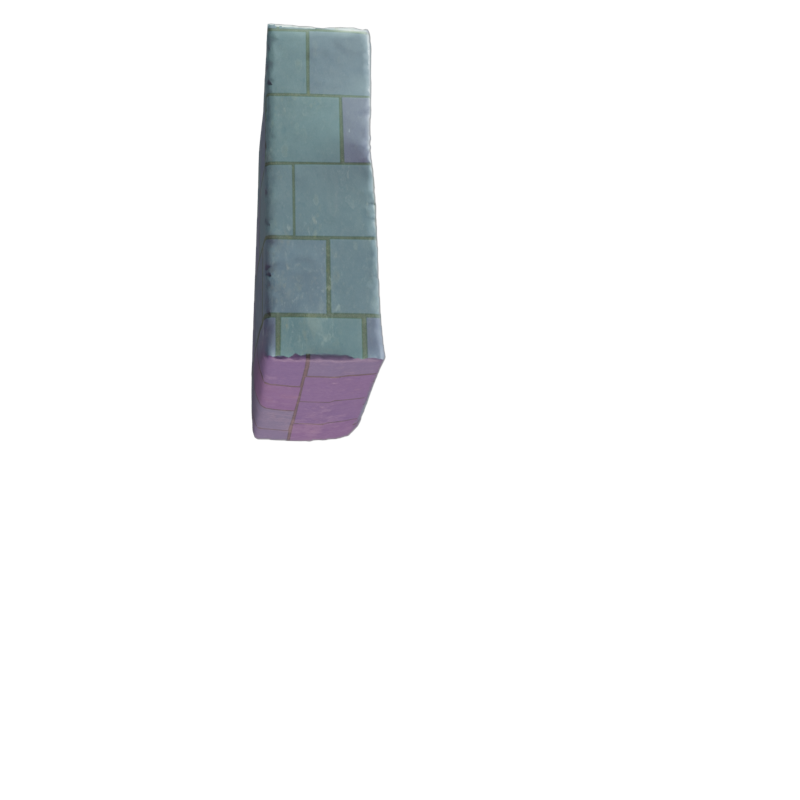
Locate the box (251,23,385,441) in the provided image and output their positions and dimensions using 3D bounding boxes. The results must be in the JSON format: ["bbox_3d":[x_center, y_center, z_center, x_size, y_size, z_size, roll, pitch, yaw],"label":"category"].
[{"bbox_3d":[-0.054,-0.098,0.690,0.071,0.225,0.157,2,-22,-8],"label":"box"}]
